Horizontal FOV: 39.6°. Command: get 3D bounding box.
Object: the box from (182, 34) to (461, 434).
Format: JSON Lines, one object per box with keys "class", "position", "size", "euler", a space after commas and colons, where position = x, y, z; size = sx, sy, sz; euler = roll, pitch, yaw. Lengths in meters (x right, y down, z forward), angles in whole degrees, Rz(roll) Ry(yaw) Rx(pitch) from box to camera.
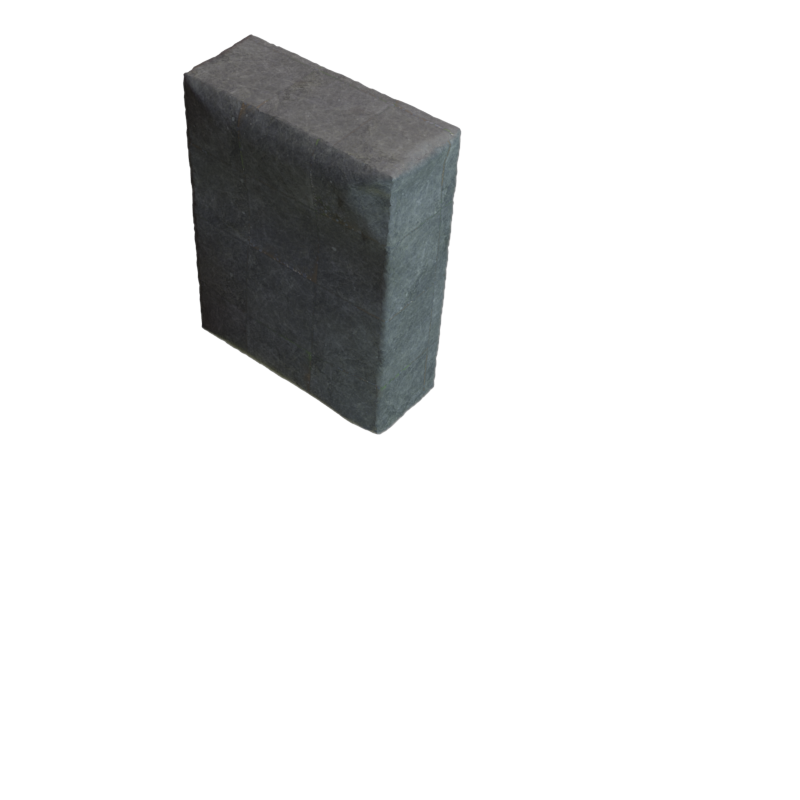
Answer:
{"class": "box", "position": [-0.055, -0.100, 0.703], "size": [0.174, 0.199, 0.073], "euler": [31, 50, 26]}
